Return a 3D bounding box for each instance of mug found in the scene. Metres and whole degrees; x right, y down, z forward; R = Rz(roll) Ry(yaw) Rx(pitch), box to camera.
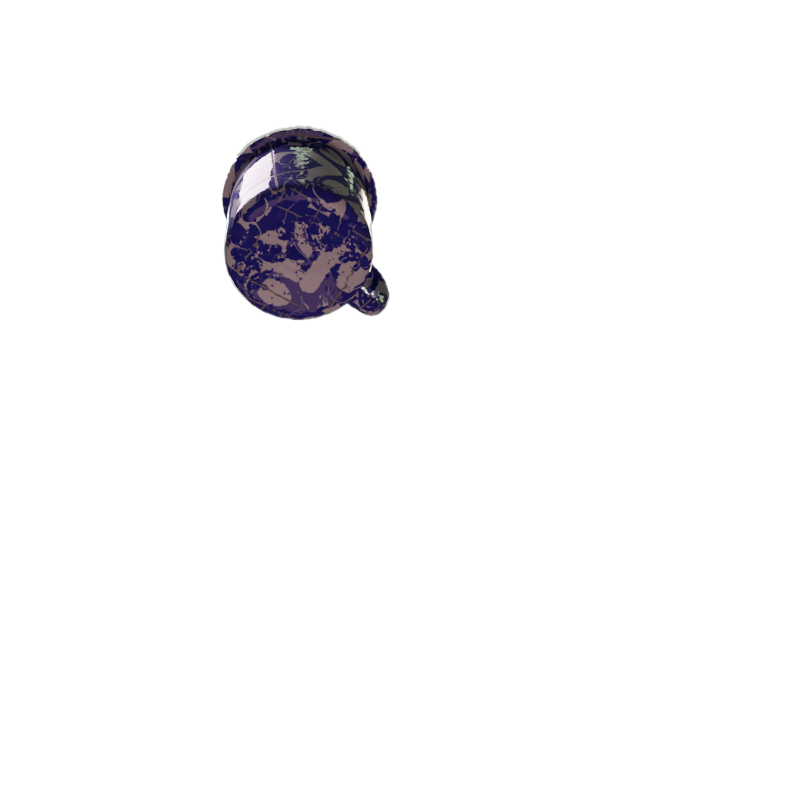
[{"bbox_3d":[-0.050,-0.091,0.635,0.092,0.111,0.086,-38,23,17],"label":"mug"}]
